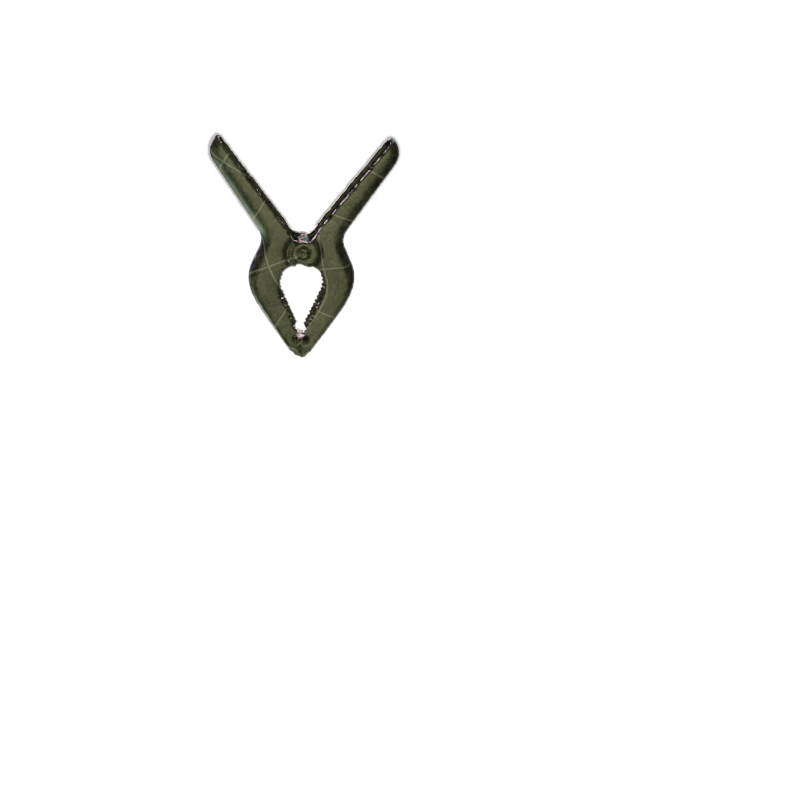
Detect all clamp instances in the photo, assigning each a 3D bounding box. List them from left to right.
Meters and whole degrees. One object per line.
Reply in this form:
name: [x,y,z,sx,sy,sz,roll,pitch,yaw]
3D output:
clamp: [-0.077,-0.141,0.989,0.165,0.201,0.038,-4,19,1]
